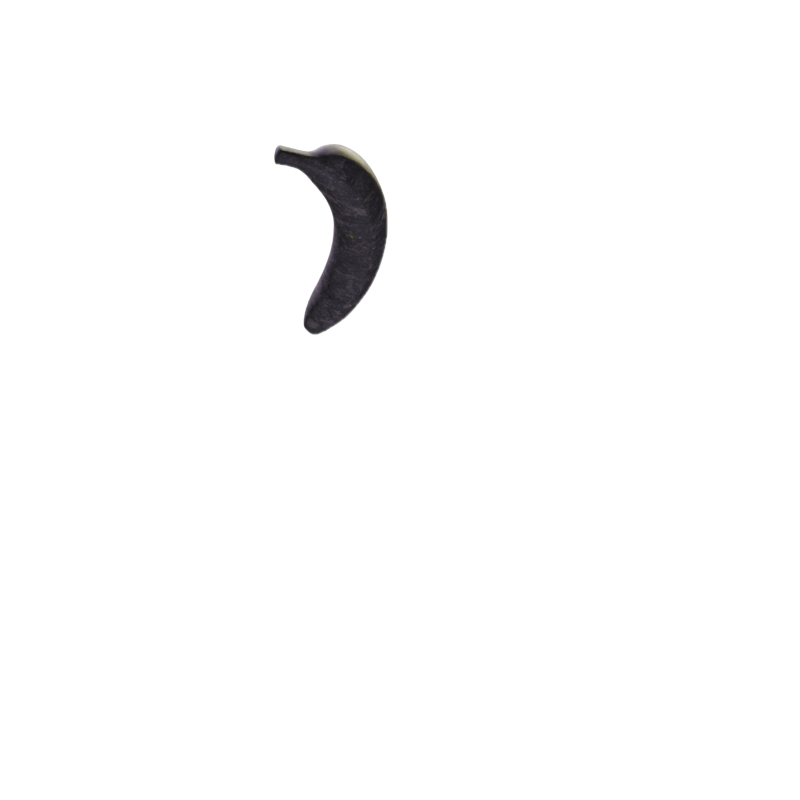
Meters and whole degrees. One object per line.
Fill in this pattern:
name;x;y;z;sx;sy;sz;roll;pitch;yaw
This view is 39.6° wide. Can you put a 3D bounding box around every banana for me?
banana;-0.043;-0.115;0.775;0.070;0.039;0.183;-2;-37;2
